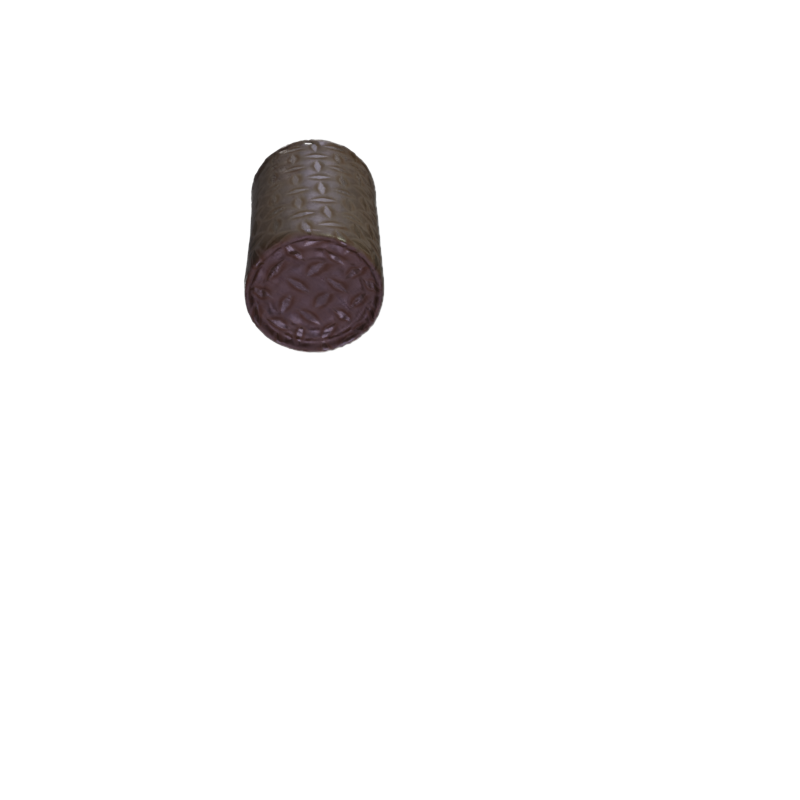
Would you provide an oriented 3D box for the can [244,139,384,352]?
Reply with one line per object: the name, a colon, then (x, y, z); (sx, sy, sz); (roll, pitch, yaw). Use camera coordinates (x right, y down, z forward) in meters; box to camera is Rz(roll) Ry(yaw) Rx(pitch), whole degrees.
can: (-0.044, -0.080, 0.558); (0.068, 0.064, 0.109); (-1, 34, -3)
